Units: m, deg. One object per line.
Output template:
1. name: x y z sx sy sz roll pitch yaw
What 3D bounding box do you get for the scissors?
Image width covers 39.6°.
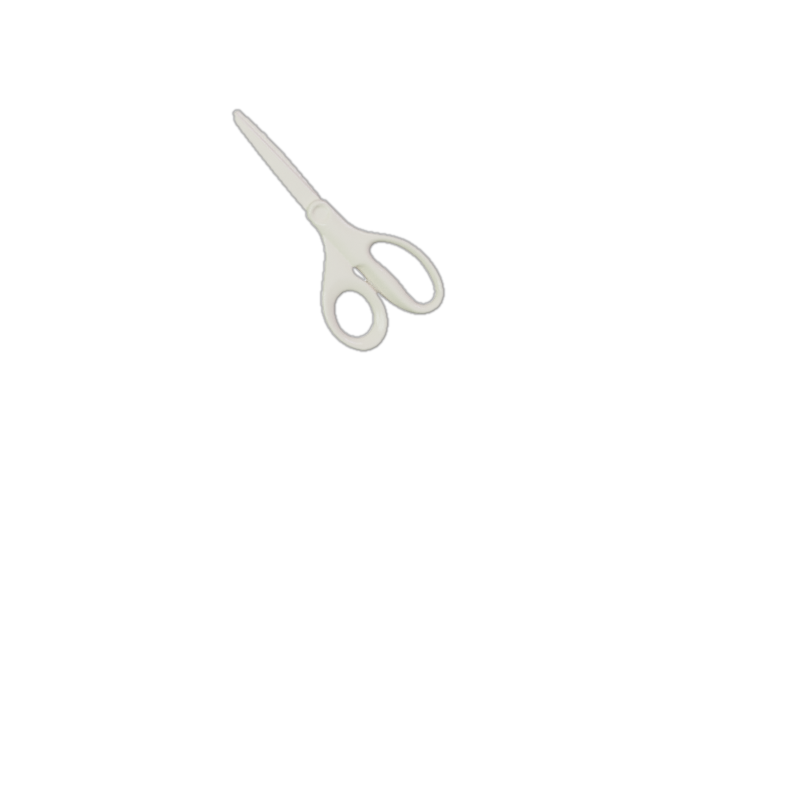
1. scissors: -0.063 -0.114 0.800 0.203 0.096 0.016 35 -3 2
